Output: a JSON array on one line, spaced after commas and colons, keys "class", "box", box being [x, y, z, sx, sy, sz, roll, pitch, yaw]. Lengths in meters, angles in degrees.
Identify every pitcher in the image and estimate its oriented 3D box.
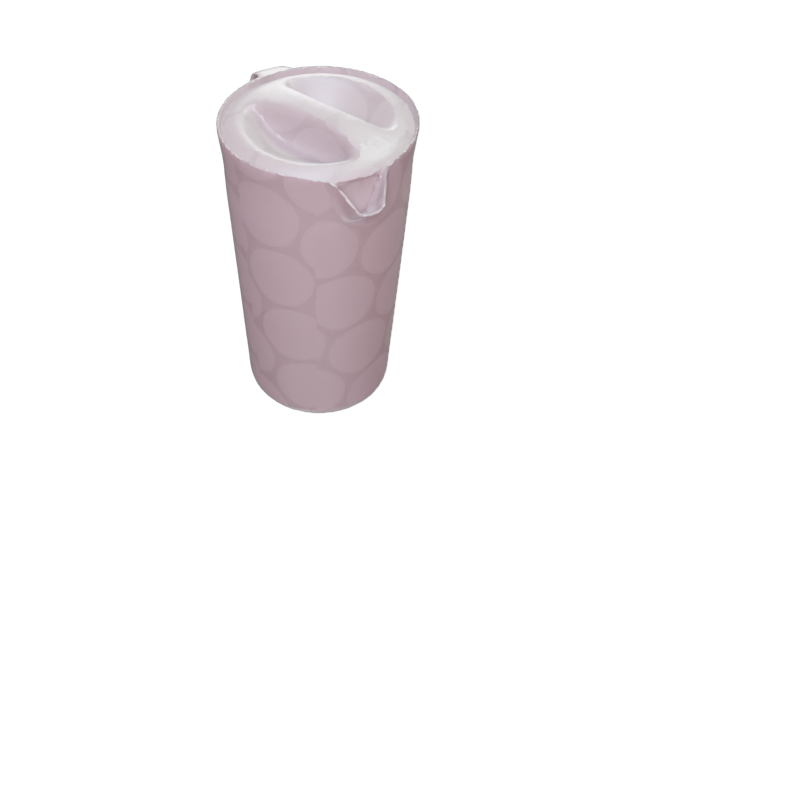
[{"class": "pitcher", "box": [-0.063, -0.115, 0.805, 0.149, 0.226, 0.156, 15, 45, 12]}]
